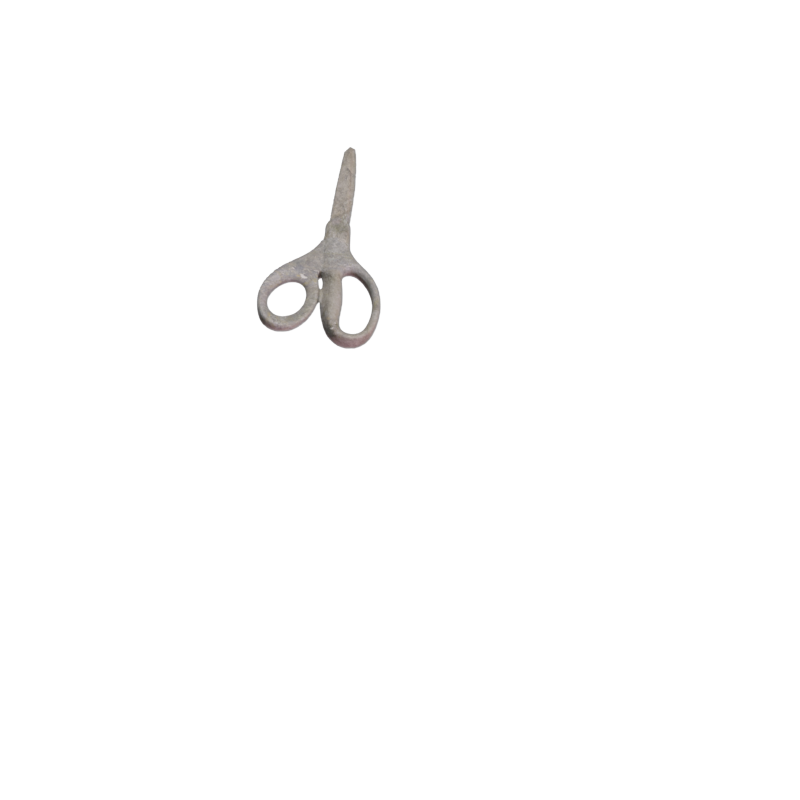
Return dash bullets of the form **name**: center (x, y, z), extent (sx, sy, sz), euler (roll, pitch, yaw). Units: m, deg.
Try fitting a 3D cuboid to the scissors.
- **scissors**: center (-0.065, -0.118, 0.827), extent (0.095, 0.218, 0.015), euler (-7, -40, -7)
